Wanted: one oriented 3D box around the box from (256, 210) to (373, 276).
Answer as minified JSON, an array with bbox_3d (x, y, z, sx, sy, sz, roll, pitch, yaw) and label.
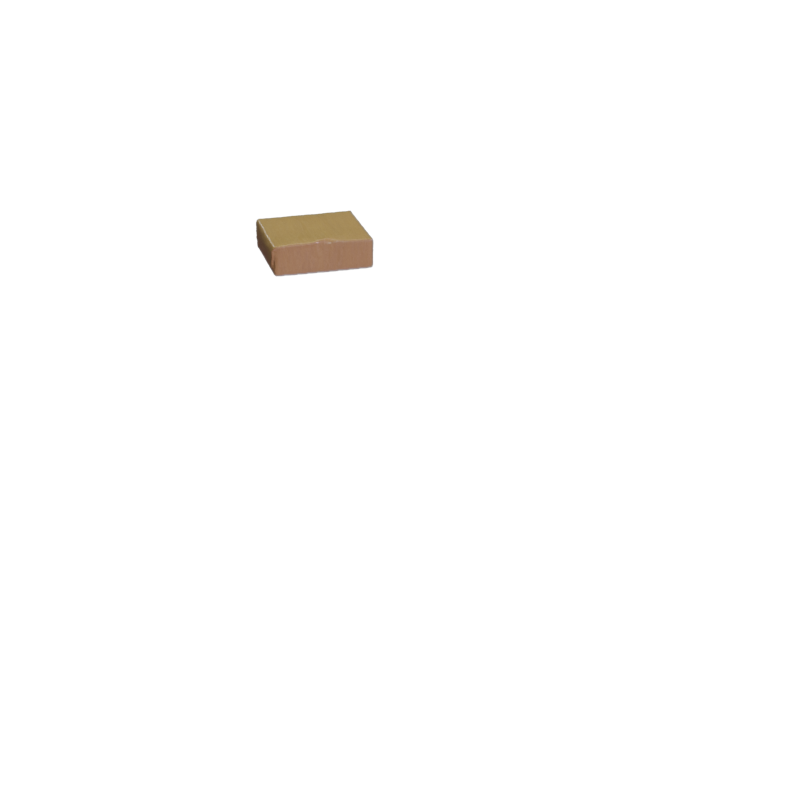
[{"bbox_3d":[-0.075,-0.137,0.960,0.088,0.029,0.078,-7,28,-13],"label":"box"}]
